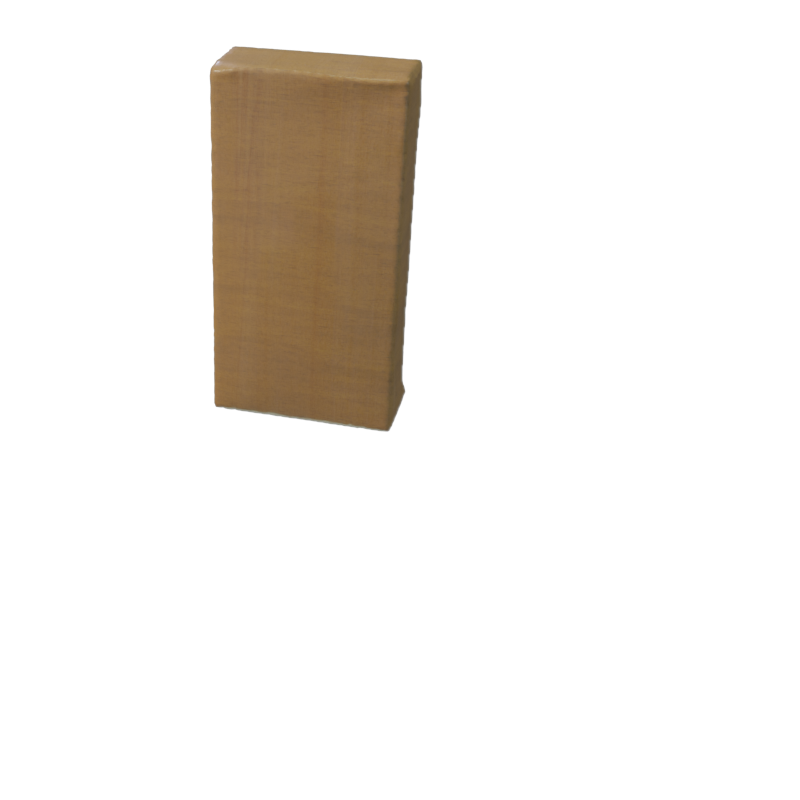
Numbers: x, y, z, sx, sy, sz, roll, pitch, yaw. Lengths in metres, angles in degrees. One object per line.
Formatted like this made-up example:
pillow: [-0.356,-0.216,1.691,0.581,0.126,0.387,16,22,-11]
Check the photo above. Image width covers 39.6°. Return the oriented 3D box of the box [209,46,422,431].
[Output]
box: [-0.042,-0.075,0.529,0.095,0.167,0.050,7,27,10]
